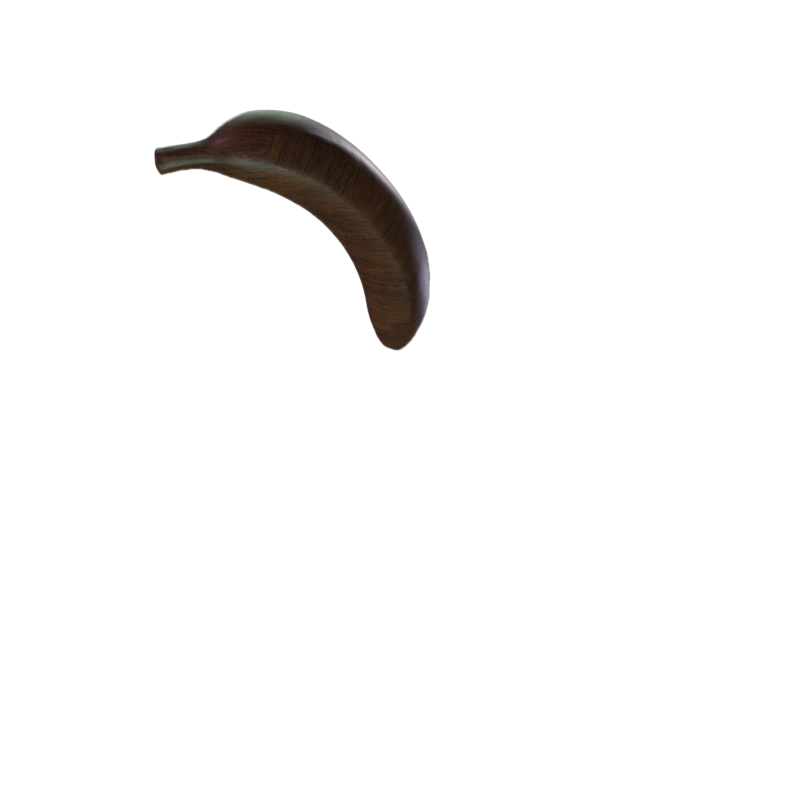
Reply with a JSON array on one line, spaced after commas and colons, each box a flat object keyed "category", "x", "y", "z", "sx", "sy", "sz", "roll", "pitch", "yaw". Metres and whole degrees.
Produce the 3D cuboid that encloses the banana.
[{"category": "banana", "x": -0.030, "y": -0.086, "z": 0.540, "sx": 0.070, "sy": 0.039, "sz": 0.183, "roll": -22, "pitch": -40, "yaw": 28}]
